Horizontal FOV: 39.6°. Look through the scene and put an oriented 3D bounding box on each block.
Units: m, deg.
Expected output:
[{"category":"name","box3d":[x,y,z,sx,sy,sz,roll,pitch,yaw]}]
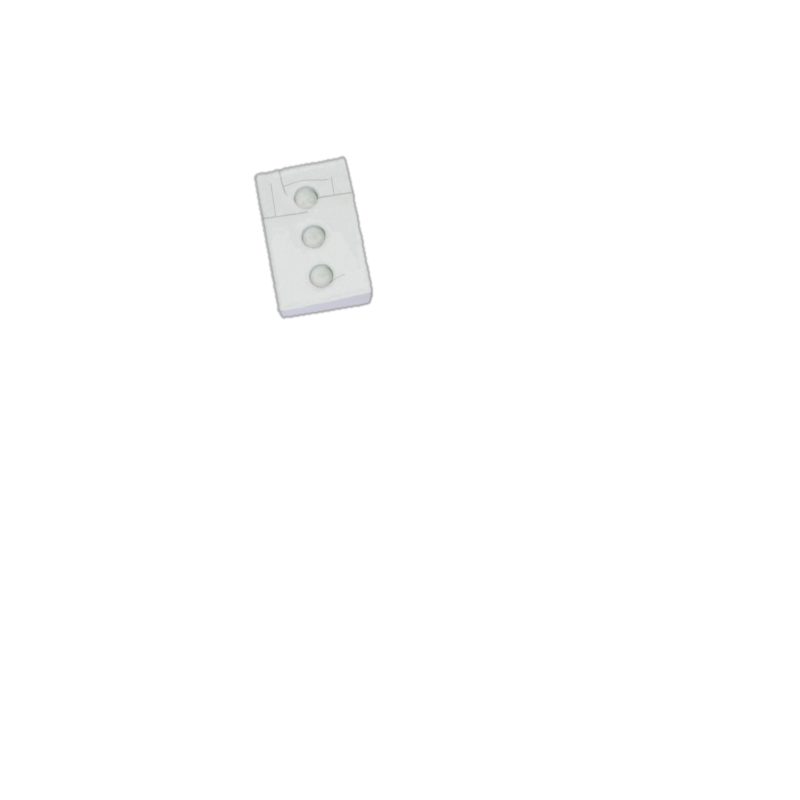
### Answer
[{"category":"block","box3d":[-0.049,-0.089,0.622,0.053,0.079,0.050,-12,-5,-3]}]
